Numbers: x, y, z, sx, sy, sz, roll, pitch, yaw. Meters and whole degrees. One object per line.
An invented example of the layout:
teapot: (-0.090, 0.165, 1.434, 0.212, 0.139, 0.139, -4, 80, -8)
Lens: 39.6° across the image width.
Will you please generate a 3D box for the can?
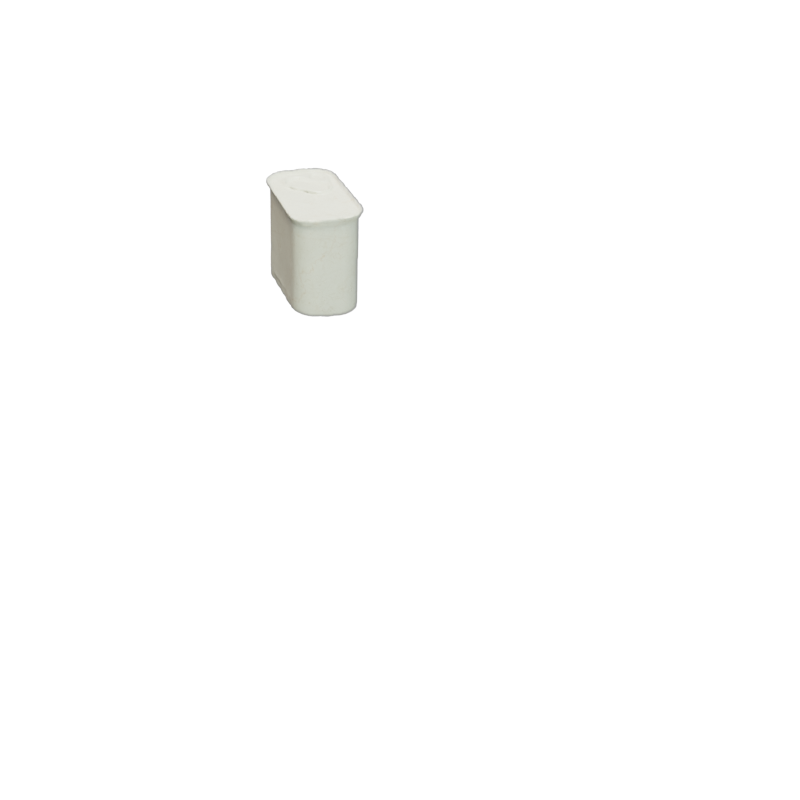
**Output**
can: (-0.068, -0.124, 0.865, 0.057, 0.079, 0.110, -8, 31, -17)
